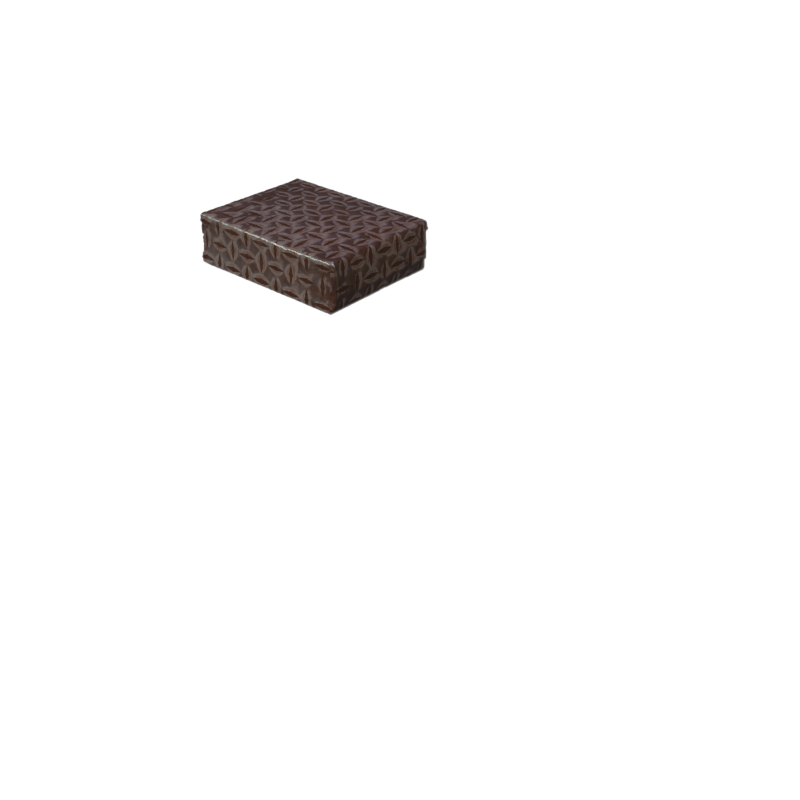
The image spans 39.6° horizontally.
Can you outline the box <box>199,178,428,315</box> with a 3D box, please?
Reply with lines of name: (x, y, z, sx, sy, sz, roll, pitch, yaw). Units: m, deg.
box: (-0.054, -0.098, 0.687, 0.120, 0.037, 0.089, 21, 34, 35)
